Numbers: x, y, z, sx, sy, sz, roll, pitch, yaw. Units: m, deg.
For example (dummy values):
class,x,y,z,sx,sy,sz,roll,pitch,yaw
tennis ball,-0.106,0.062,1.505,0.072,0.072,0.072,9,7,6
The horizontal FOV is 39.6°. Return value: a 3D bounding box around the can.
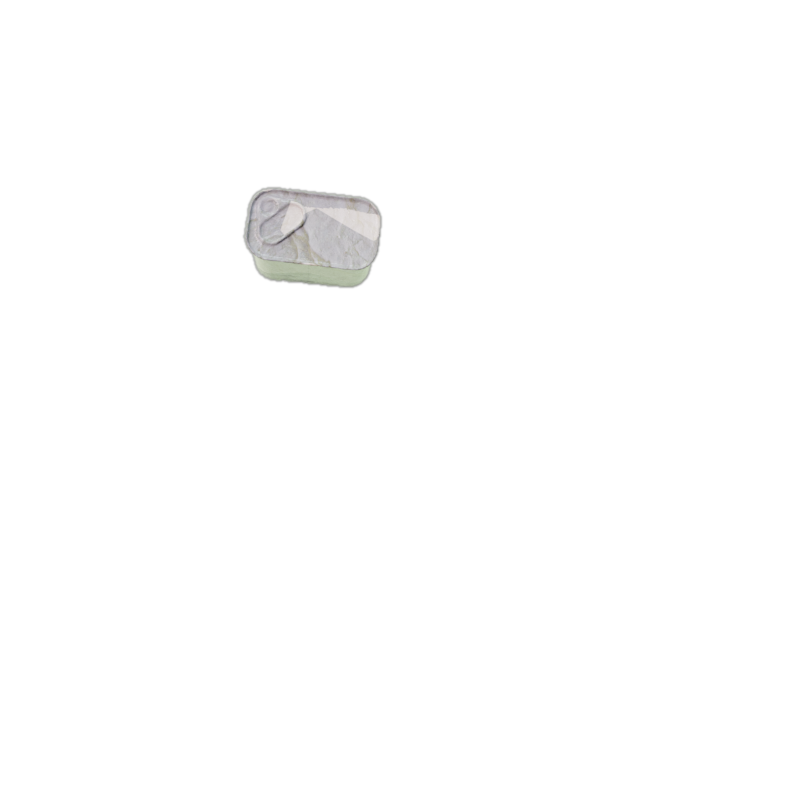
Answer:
class,x,y,z,sx,sy,sz,roll,pitch,yaw
can,-0.069,-0.125,0.879,0.102,0.059,0.082,7,-9,0
